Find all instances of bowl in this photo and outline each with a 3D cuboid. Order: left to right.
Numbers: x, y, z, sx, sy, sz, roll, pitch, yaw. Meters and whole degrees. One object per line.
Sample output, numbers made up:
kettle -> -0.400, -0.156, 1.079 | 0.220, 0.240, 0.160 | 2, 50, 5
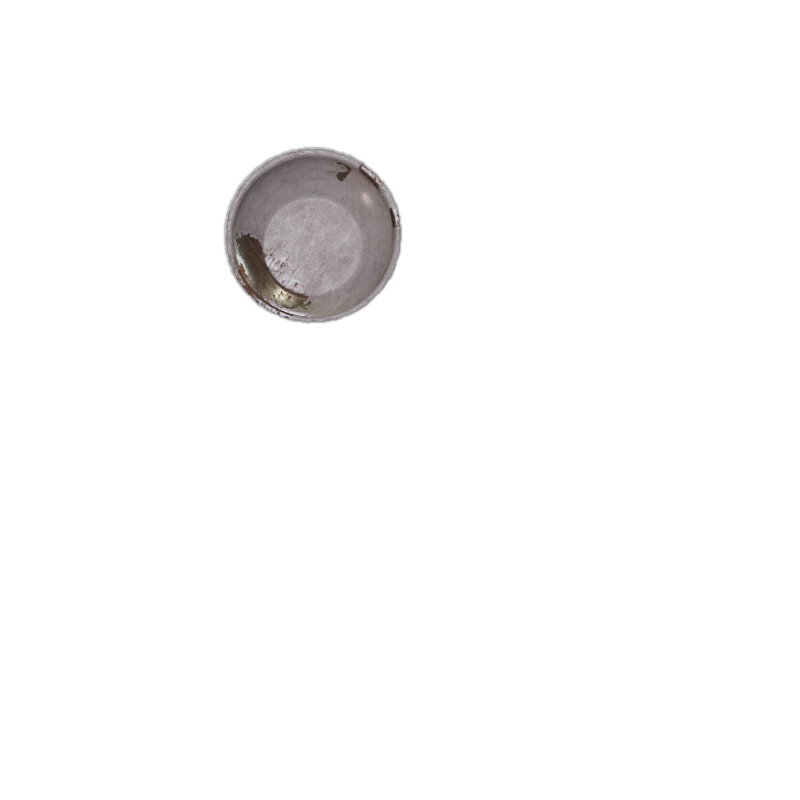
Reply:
bowl -> -0.077, -0.141, 0.986 | 0.162, 0.158, 0.057 | 0, 11, -1
